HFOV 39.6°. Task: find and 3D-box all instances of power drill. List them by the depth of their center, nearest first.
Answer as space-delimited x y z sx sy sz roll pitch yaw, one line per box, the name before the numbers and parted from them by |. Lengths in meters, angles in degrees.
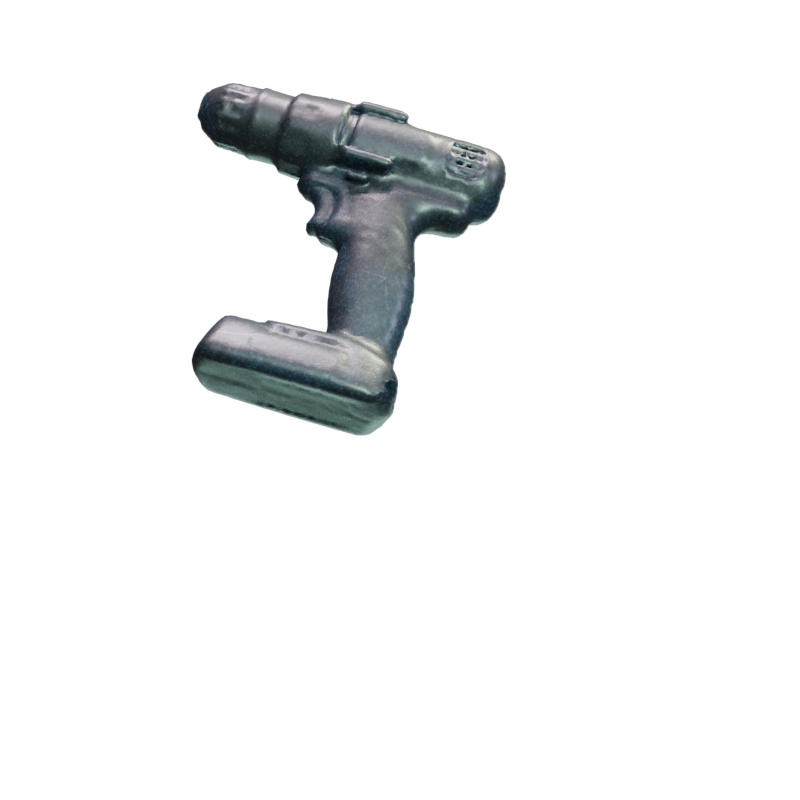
power drill | -0.048 -0.088 0.613 0.187 0.196 0.054 15 -27 8
